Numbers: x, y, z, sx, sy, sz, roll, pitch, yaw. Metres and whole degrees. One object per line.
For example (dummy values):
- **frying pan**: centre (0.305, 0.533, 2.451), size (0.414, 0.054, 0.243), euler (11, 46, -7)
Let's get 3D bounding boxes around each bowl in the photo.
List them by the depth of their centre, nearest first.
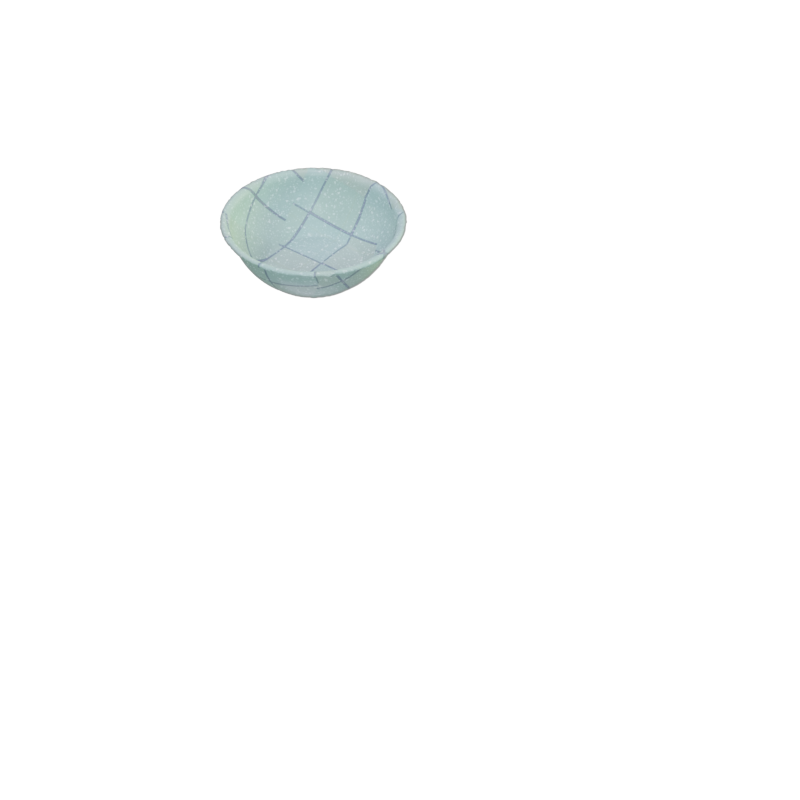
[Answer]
- **bowl**: centre (-0.076, -0.139, 0.974), size (0.162, 0.051, 0.174), euler (-1, 42, -2)
